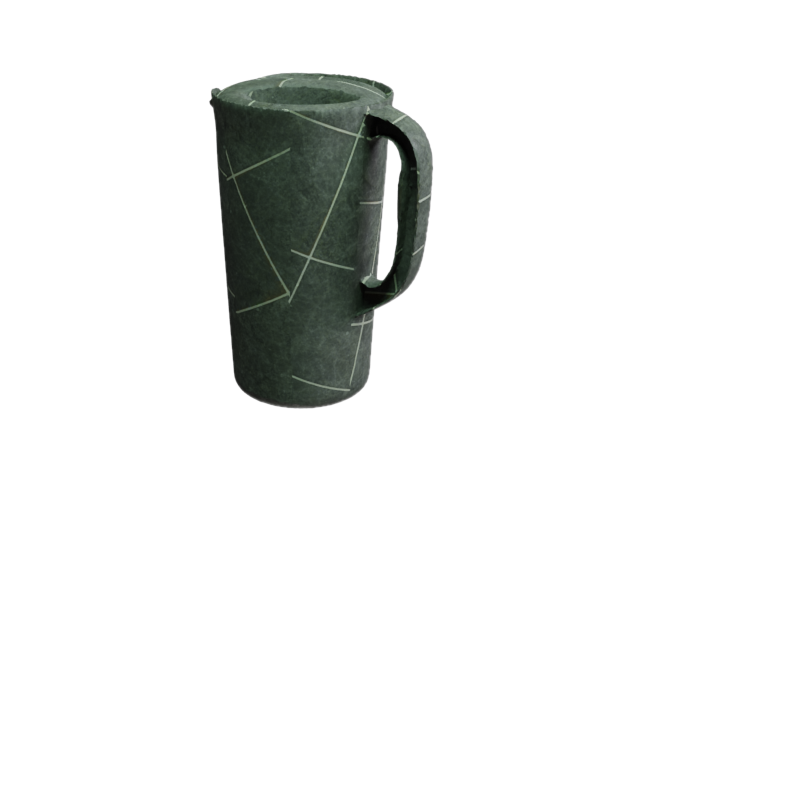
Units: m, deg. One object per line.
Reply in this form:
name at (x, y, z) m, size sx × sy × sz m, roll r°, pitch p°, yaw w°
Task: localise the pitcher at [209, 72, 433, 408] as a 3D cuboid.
pitcher at (-0.065, -0.119, 0.835) m, size 0.143 × 0.232 × 0.158 m, roll -4°, pitch 23°, yaw -13°
